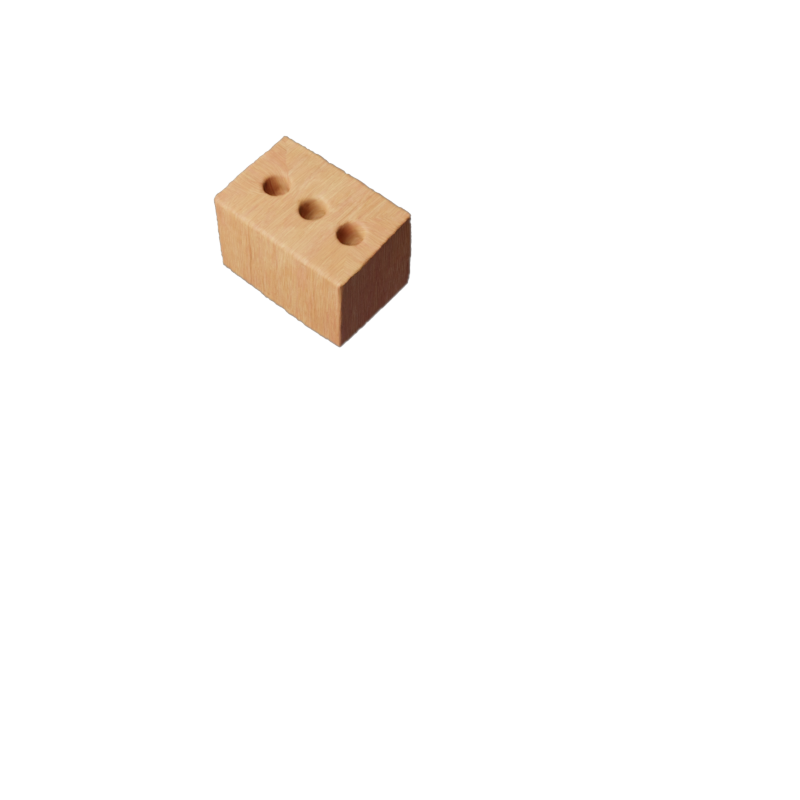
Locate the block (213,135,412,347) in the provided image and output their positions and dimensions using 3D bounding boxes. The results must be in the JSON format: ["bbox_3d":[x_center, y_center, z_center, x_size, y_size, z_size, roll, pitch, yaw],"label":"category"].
[{"bbox_3d":[-0.040,-0.074,0.516,0.082,0.054,0.048,34,-28,20],"label":"block"}]
